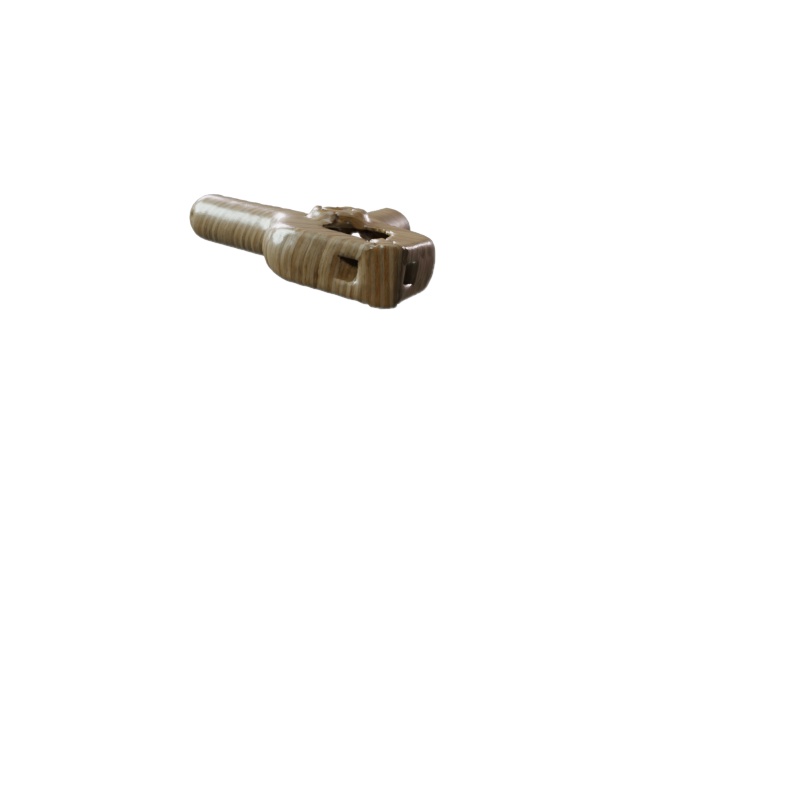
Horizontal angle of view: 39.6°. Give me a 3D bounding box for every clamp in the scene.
[{"bbox_3d":[-0.042,-0.076,0.534,0.119,0.038,0.177,-2,14,-8],"label":"clamp"}]
